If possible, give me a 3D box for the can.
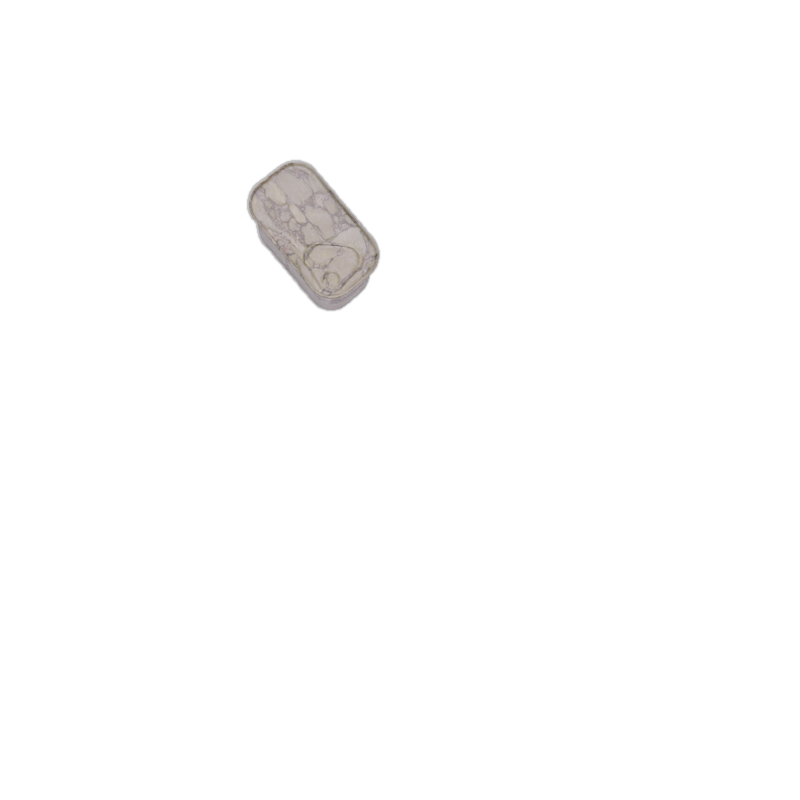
[{"bbox_3d":[-0.065,-0.118,0.825,0.058,0.104,0.082,-39,-6,-7],"label":"can"}]
